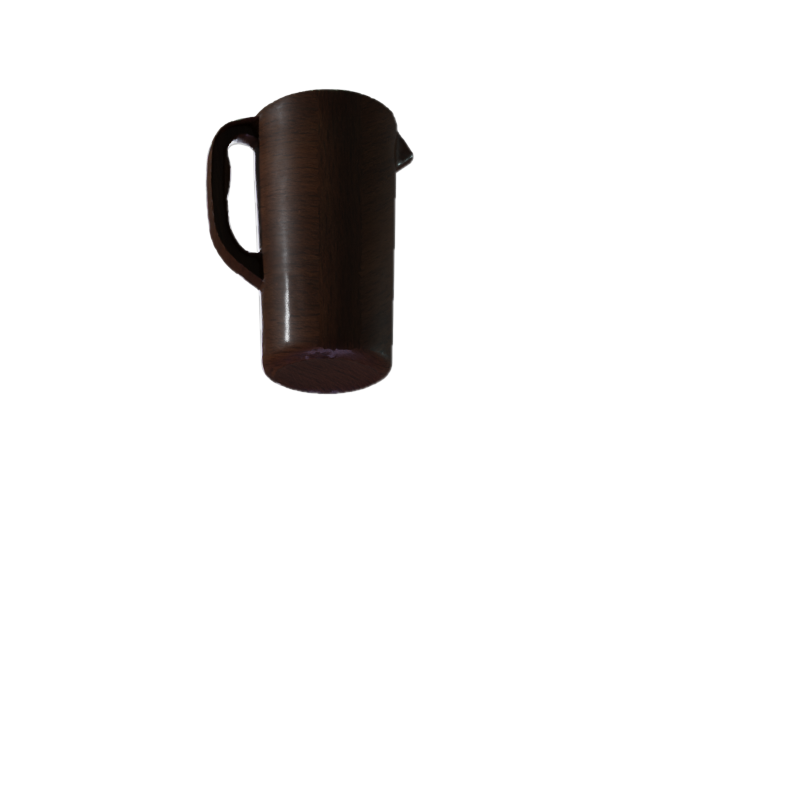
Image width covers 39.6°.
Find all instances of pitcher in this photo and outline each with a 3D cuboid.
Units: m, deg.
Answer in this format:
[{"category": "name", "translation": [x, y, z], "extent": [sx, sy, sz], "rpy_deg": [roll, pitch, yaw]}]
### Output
[{"category": "pitcher", "translation": [-0.075, -0.136, 0.953], "extent": [0.152, 0.257, 0.135], "rpy_deg": [-12, -26, 23]}]
